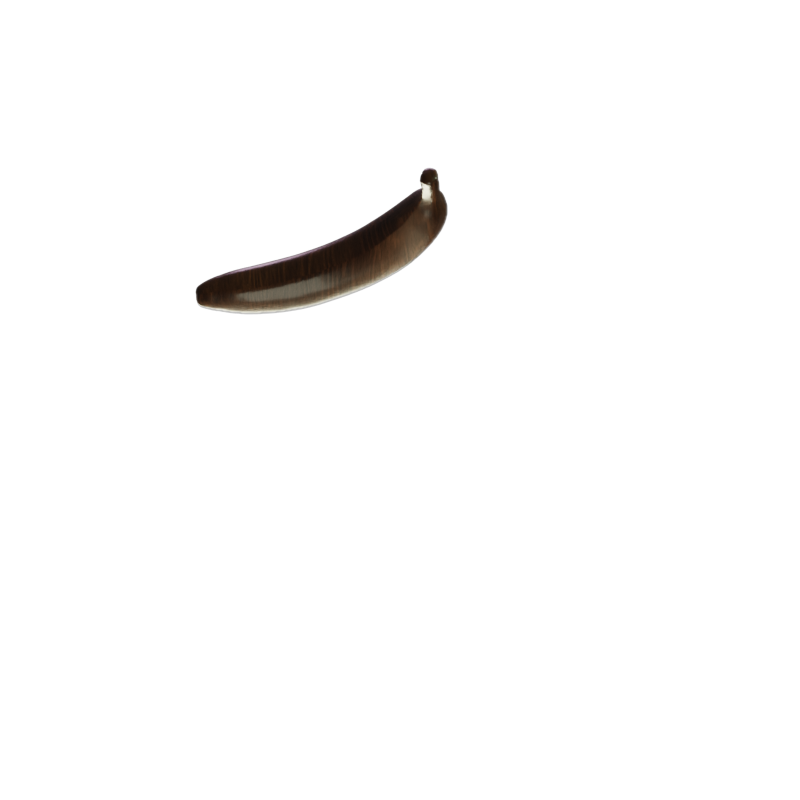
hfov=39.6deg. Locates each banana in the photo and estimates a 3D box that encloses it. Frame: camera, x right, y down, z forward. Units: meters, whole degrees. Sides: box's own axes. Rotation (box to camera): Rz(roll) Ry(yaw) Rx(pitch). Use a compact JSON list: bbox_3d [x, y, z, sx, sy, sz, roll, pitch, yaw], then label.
[{"bbox_3d":[-0.042,-0.095,0.725,0.198,0.039,0.065,-24,-43,28],"label":"banana"}]
